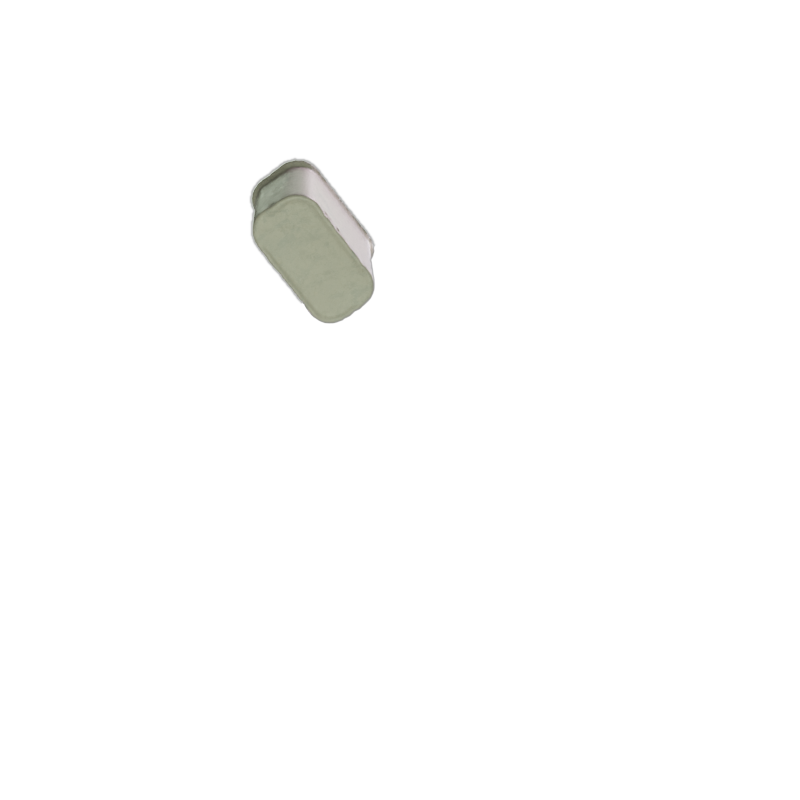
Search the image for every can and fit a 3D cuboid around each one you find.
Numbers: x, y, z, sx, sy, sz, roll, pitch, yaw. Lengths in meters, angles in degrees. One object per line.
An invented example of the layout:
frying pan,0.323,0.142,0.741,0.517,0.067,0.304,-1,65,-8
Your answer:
can,-0.062,-0.113,0.794,0.057,0.098,0.088,-35,19,12
